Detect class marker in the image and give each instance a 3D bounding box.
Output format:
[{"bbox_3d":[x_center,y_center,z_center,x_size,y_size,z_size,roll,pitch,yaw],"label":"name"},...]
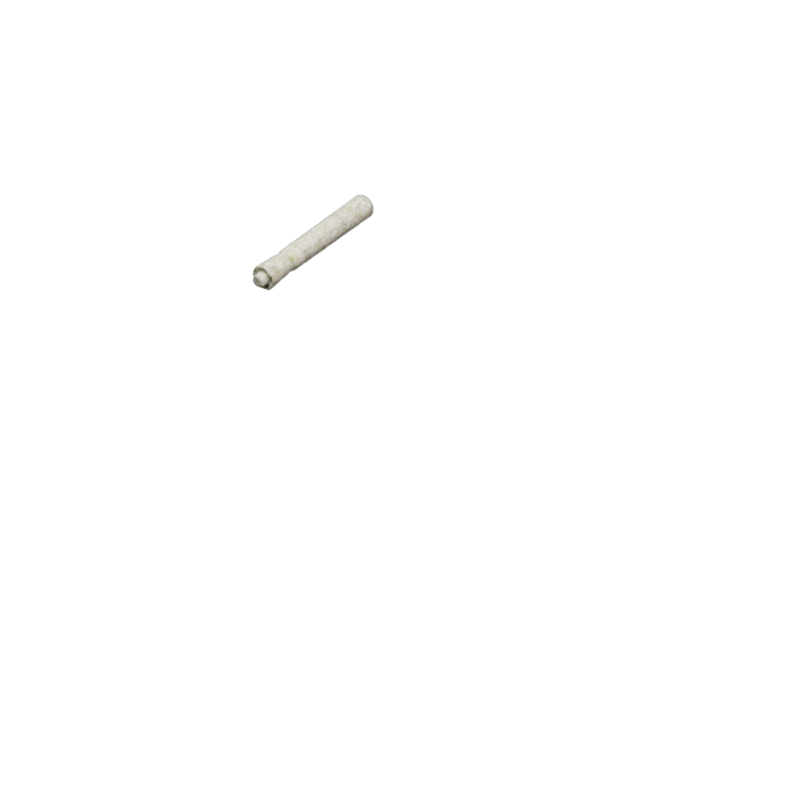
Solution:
[{"bbox_3d":[-0.062,-0.112,0.787,0.021,0.019,0.123,3,34,41],"label":"marker"}]
